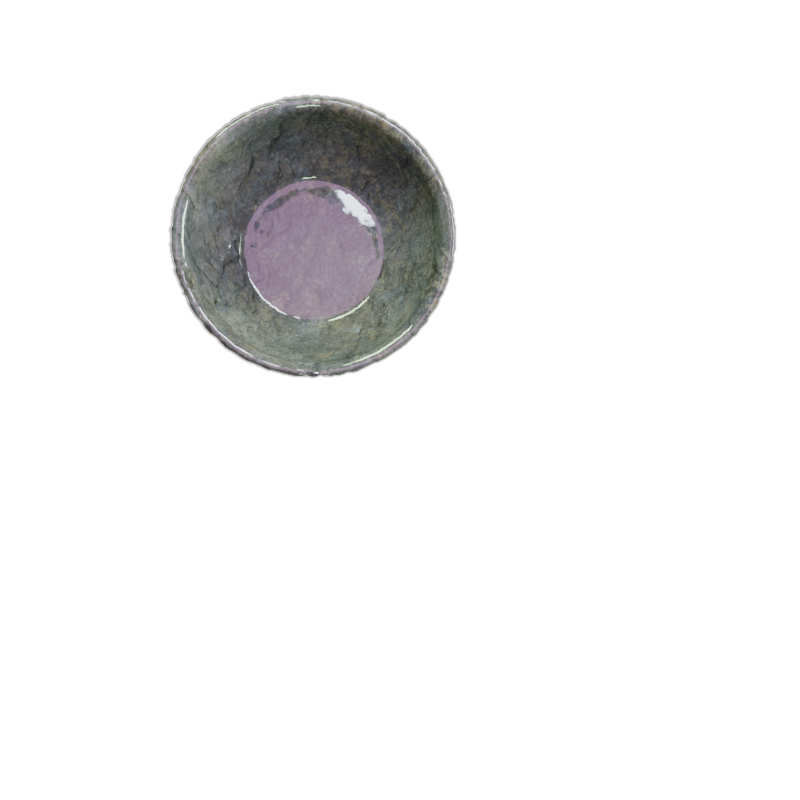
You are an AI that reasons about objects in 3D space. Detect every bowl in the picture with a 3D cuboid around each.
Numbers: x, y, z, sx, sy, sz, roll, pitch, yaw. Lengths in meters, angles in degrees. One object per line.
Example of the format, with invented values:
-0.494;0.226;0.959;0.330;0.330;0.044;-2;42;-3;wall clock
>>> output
-0.051;-0.093;0.652;0.162;0.166;0.054;0;-9;-1;bowl
